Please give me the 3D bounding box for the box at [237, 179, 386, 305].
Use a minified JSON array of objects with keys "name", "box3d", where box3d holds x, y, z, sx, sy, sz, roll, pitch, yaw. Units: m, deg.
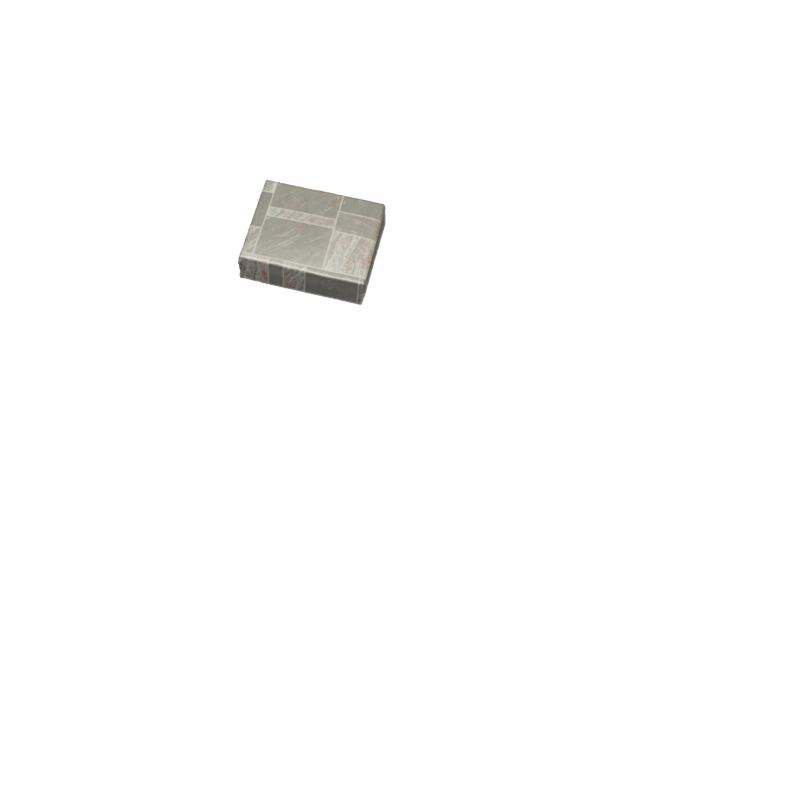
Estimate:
[{"name":"box","box3d":[-0.076,-0.139,0.971,0.115,0.095,0.036,11,-34,7]}]
